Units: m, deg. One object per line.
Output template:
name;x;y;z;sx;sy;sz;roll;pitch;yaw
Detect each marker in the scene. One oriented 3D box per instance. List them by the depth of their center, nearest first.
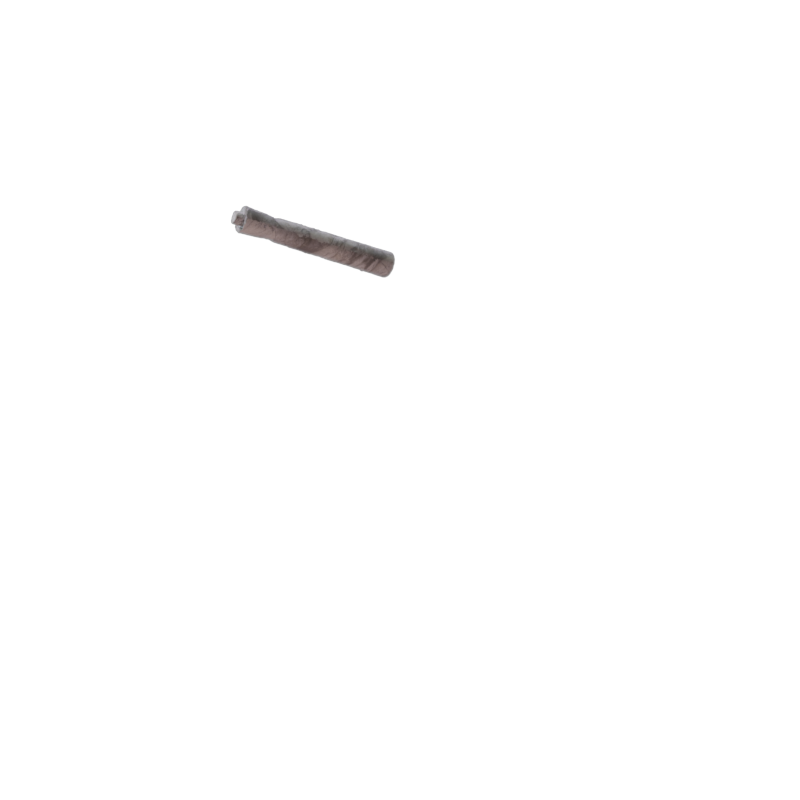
marker;-0.059;-0.108;0.757;0.116;0.020;0.020;14;-3;-25
